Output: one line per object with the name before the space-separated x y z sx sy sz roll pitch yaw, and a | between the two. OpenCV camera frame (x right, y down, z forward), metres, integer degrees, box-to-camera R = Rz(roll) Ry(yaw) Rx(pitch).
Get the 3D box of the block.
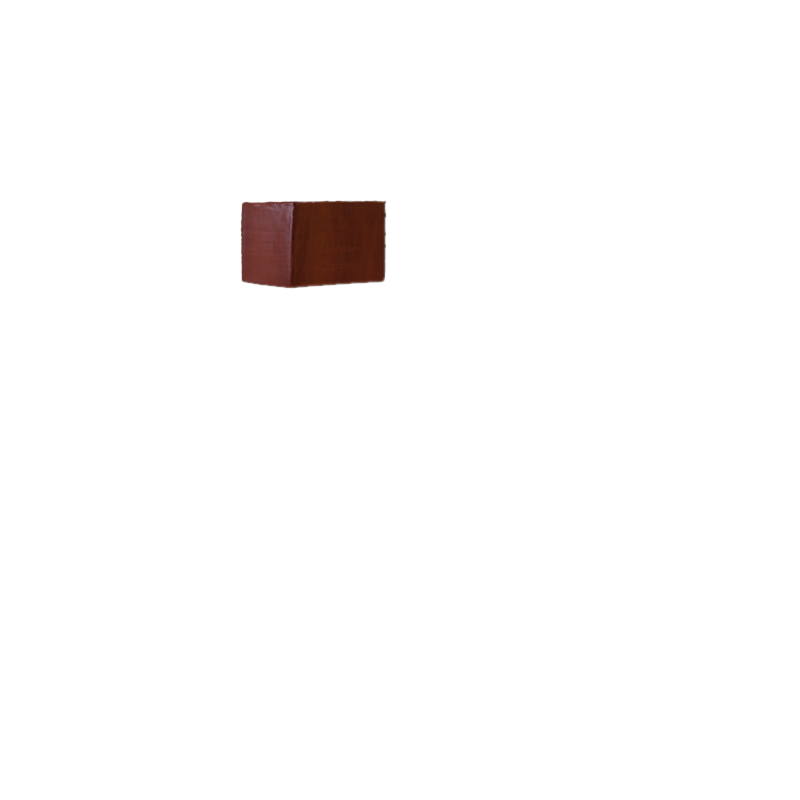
block | -0.054 -0.098 0.688 0.075 0.051 0.055 -8 10 -43
